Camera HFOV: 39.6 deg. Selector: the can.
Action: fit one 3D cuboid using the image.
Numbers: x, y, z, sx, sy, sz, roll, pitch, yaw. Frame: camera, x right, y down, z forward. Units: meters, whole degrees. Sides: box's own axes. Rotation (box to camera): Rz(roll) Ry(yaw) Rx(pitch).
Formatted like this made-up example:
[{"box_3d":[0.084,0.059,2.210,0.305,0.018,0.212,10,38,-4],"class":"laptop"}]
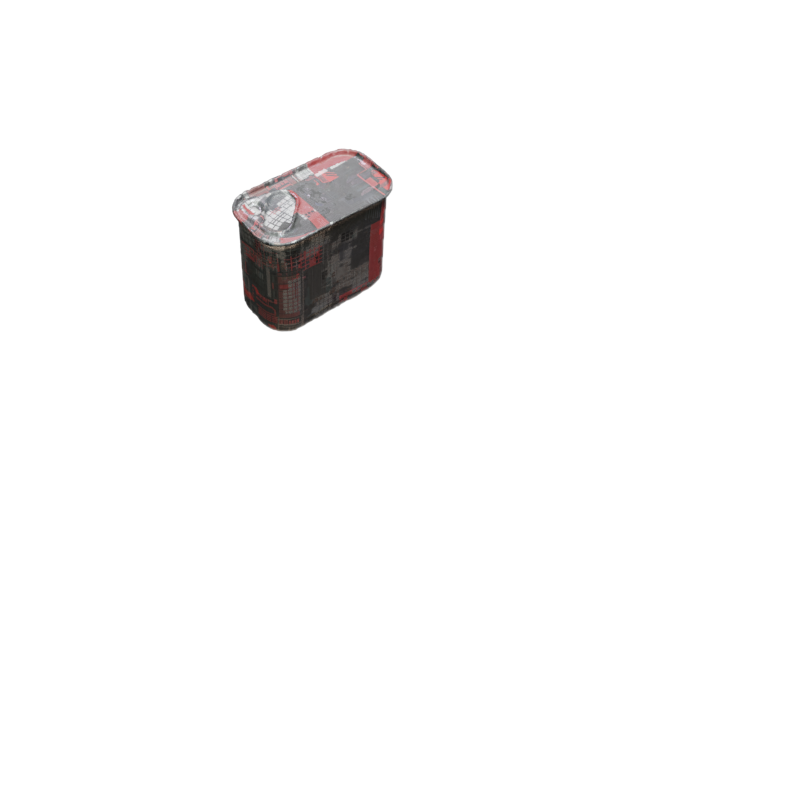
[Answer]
[{"box_3d":[-0.057,-0.103,0.724,0.102,0.078,0.062,-30,56,-26],"class":"can"}]
